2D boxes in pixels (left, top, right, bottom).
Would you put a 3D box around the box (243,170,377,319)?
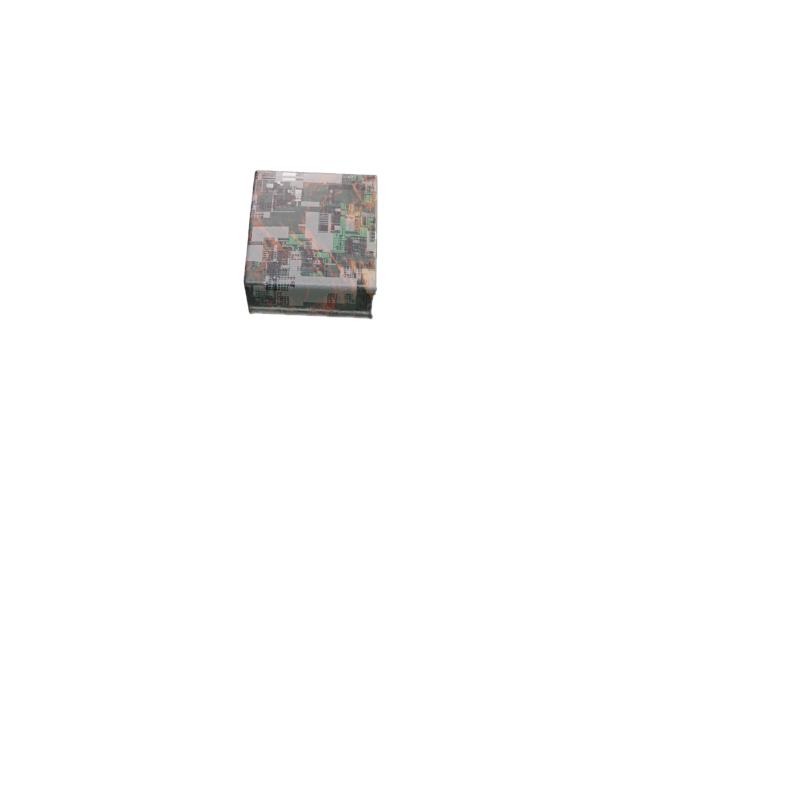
[{"bbox_3d":[-0.061,-0.112,0.782,0.090,0.121,0.036,1,-37,0],"label":"box"}]
